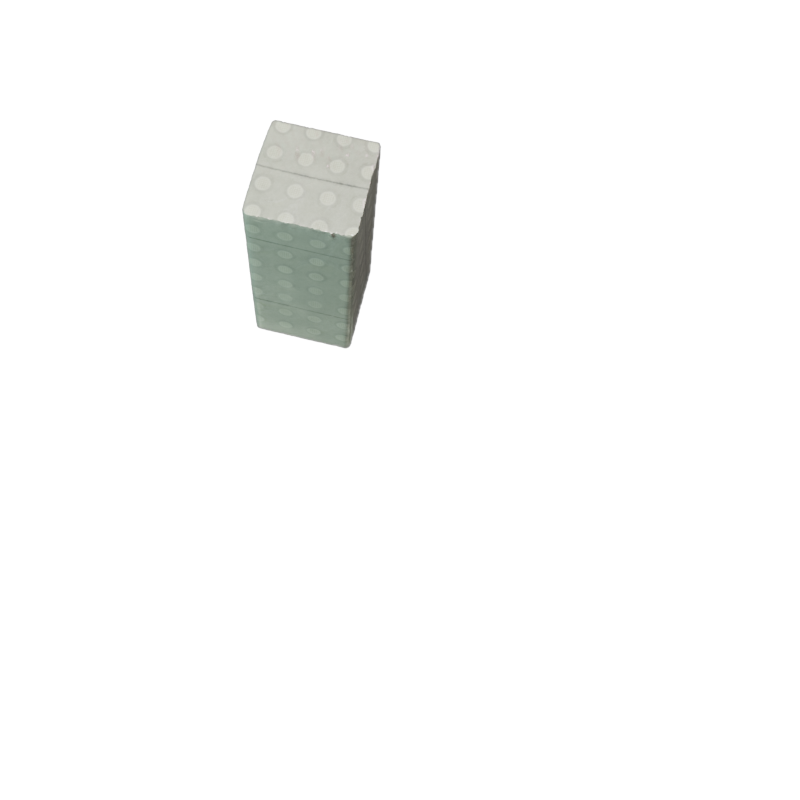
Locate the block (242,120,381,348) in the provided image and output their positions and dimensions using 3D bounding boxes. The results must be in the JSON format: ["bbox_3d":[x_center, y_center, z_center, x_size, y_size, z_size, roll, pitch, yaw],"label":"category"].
[{"bbox_3d":[-0.073,-0.132,0.930,0.091,0.094,0.195,14,-23,2],"label":"block"}]
